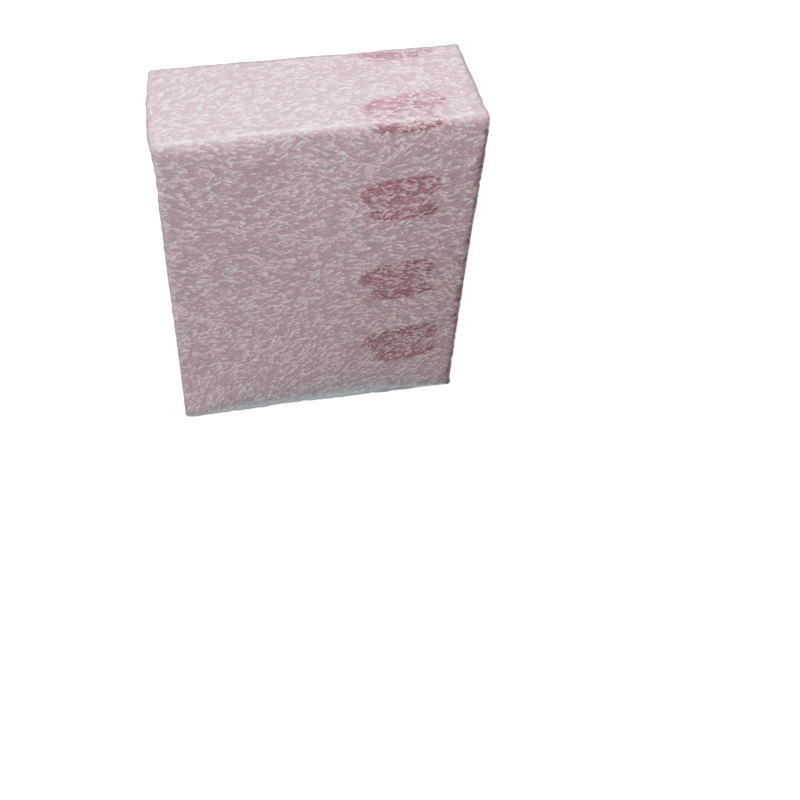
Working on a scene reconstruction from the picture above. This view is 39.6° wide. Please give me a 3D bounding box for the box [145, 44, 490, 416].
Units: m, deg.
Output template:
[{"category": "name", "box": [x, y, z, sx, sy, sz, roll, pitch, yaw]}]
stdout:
[{"category": "box", "box": [-0.048, -0.088, 0.615, 0.163, 0.078, 0.199, -6, -40, -8]}]
